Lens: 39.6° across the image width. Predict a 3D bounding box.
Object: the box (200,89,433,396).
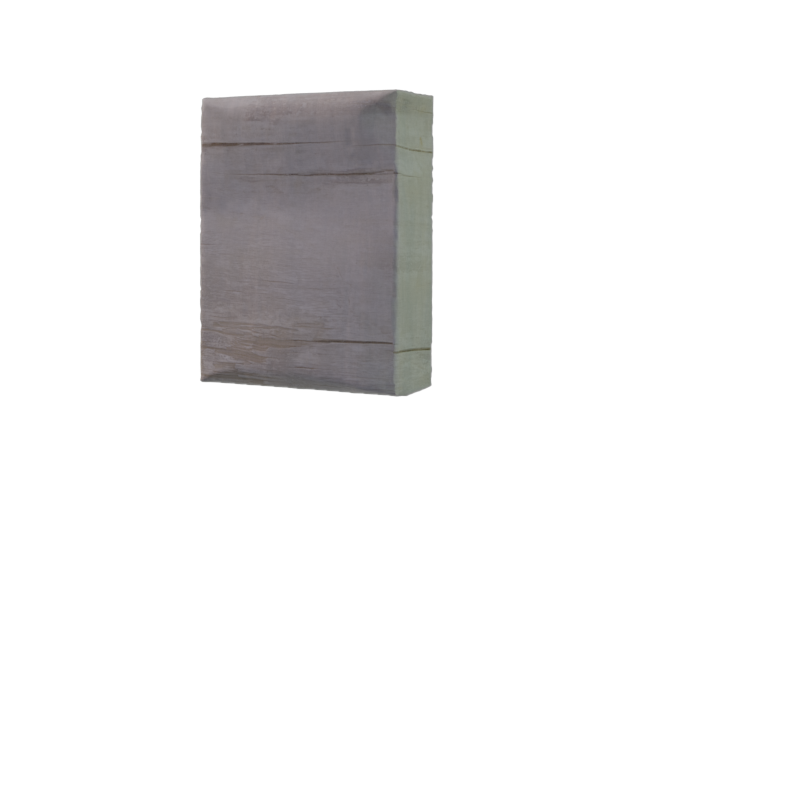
[{"bbox_3d":[-0.063,-0.116,0.809,0.170,0.212,0.070,3,4,26],"label":"box"}]
